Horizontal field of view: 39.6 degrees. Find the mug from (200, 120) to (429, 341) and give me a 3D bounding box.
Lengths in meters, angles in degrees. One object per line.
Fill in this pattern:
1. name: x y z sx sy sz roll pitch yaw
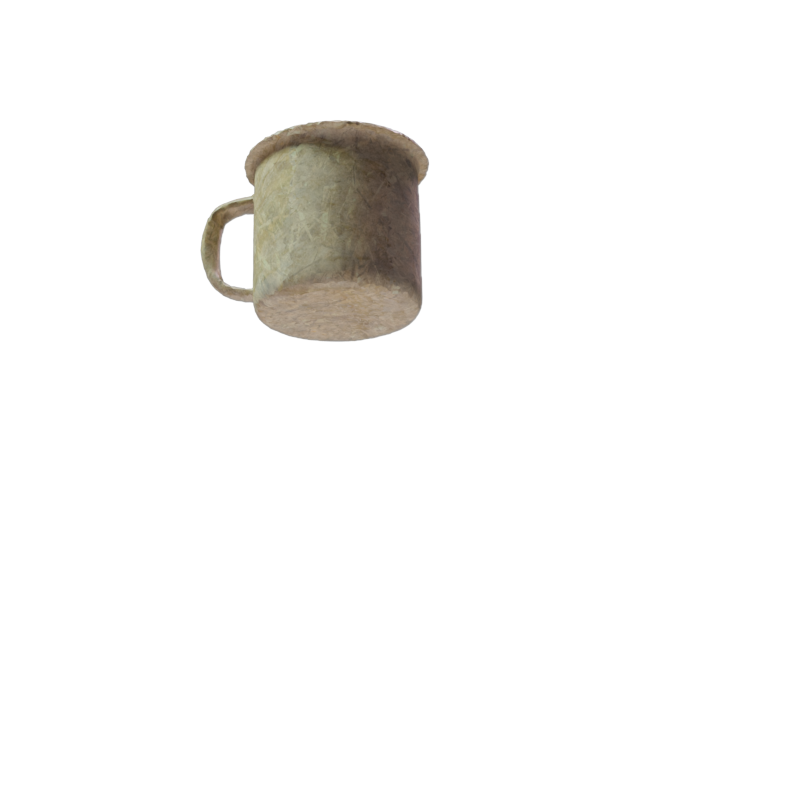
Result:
1. mug: -0.043 -0.078 0.547 0.119 0.086 0.088 -5 -20 11
